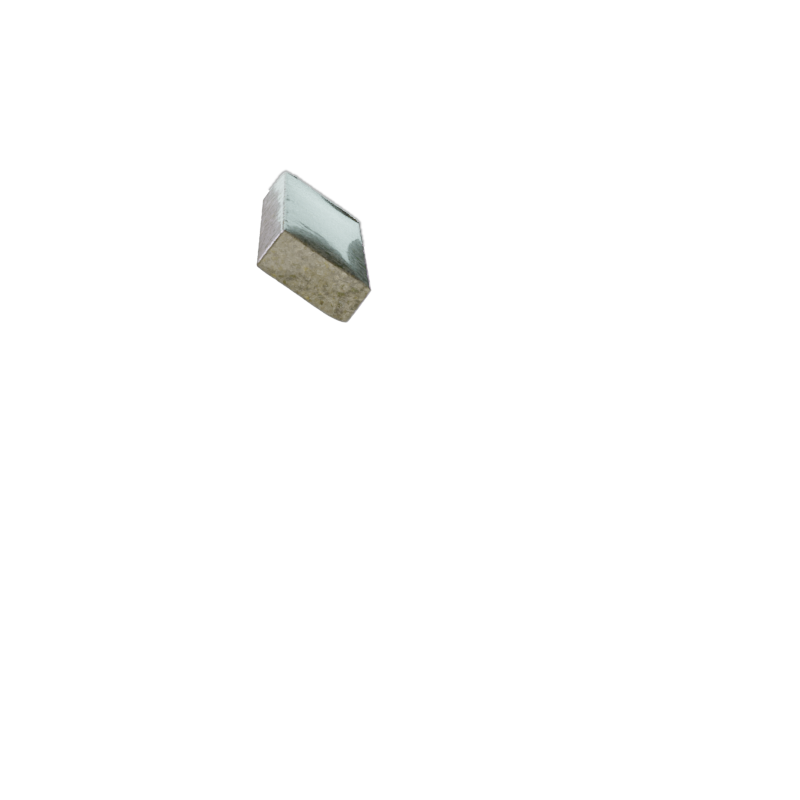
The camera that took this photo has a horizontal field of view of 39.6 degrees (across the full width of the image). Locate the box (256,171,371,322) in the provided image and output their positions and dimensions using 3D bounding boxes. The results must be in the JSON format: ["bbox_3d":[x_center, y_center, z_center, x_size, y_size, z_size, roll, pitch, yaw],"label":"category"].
[{"bbox_3d":[-0.077,-0.141,0.986,0.090,0.047,0.186,33,21,-19],"label":"box"}]
